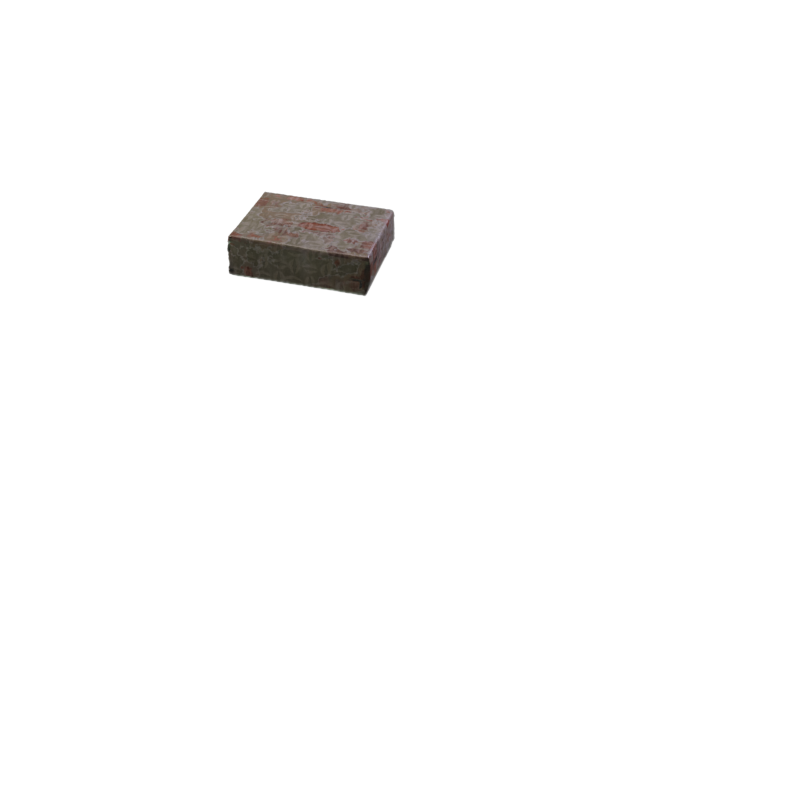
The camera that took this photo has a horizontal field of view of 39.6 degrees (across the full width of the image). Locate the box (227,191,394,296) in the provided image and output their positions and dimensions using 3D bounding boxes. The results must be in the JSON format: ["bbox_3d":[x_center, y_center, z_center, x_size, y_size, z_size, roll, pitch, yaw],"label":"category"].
[{"bbox_3d":[-0.068,-0.124,0.868,0.116,0.037,0.093,8,31,12],"label":"box"}]
